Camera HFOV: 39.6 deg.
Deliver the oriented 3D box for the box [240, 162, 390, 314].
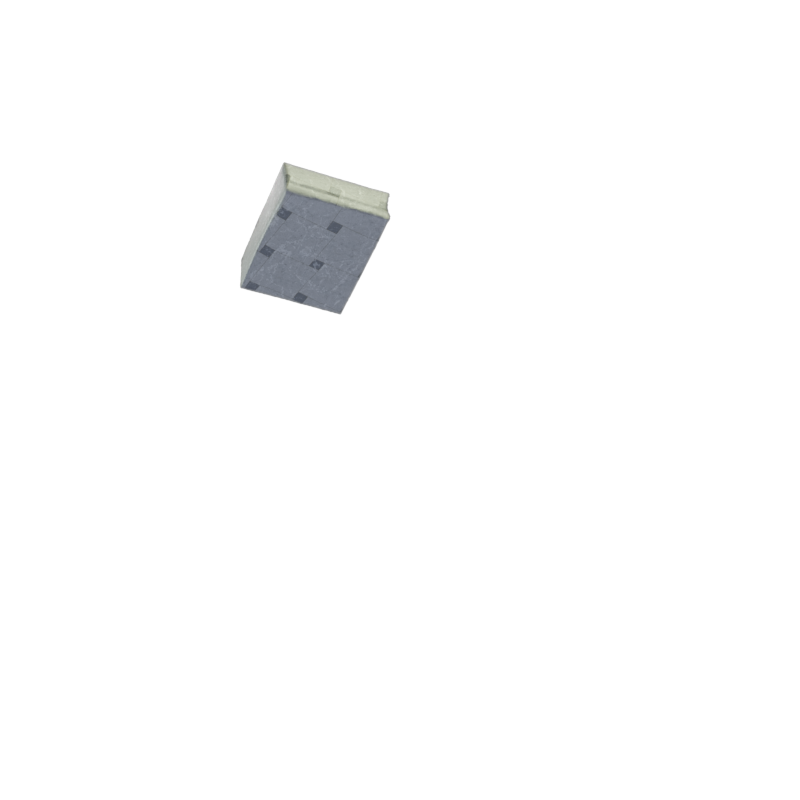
[{"bbox_3d":[-0.069,-0.126,0.885,0.087,0.042,0.109,15,-46,-16],"label":"box"}]
